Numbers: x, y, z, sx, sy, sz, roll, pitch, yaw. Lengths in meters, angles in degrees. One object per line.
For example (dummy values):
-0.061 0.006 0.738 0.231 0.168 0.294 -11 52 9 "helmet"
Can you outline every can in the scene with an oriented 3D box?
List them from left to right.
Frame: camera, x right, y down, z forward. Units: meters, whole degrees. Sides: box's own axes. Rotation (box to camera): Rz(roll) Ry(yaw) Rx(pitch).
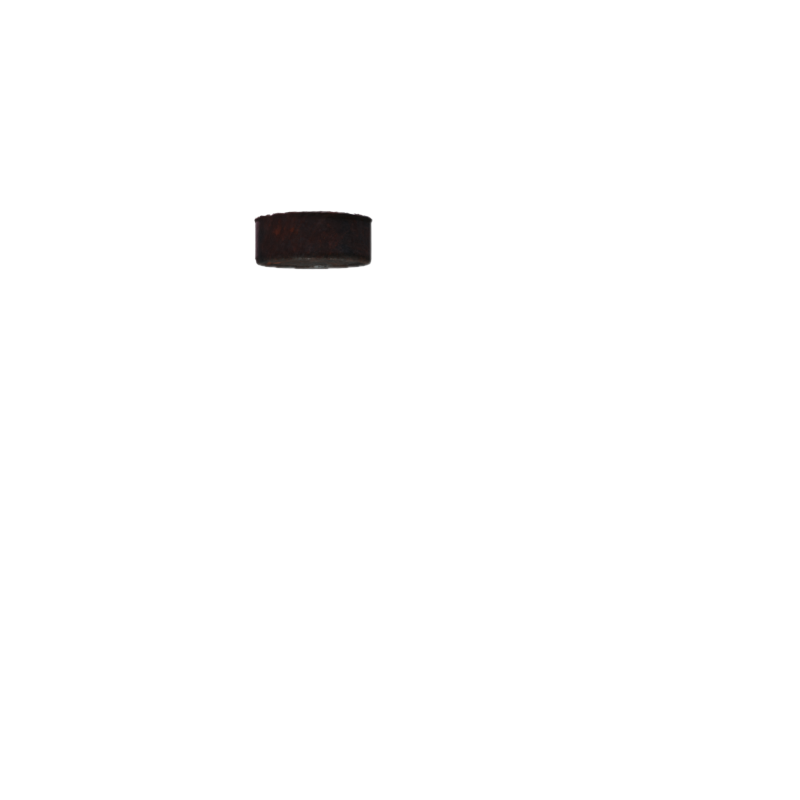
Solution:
-0.063 -0.115 0.802 0.086 0.034 0.085 0 1 -2 "can"
